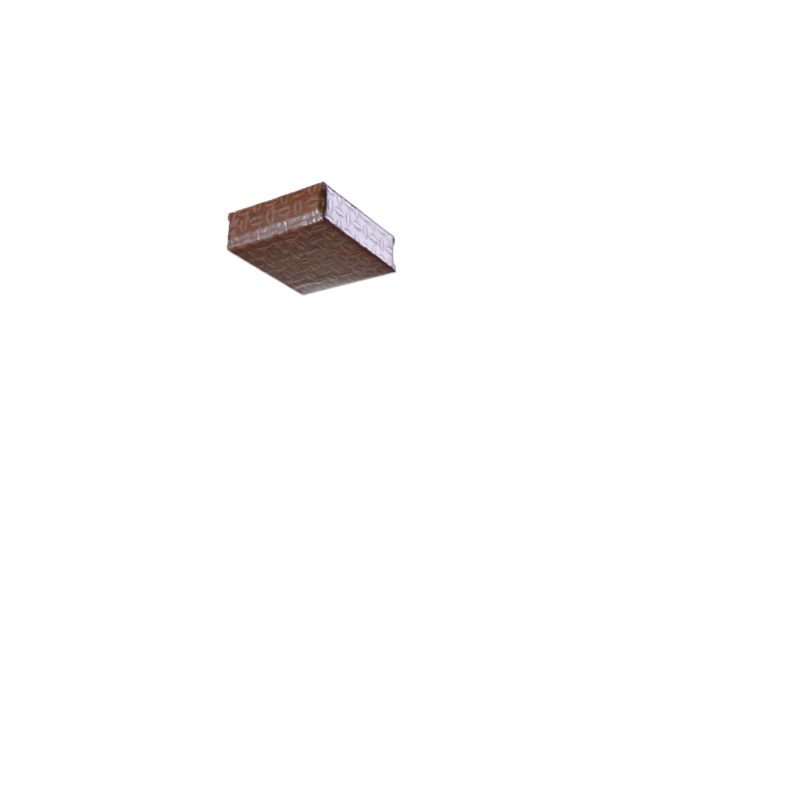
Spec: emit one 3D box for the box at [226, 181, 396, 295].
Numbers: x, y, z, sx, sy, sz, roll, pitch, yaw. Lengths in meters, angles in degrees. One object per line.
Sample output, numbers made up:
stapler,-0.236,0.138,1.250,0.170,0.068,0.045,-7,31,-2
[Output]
box,-0.055,-0.101,0.706,0.074,0.032,0.083,-13,-24,30
